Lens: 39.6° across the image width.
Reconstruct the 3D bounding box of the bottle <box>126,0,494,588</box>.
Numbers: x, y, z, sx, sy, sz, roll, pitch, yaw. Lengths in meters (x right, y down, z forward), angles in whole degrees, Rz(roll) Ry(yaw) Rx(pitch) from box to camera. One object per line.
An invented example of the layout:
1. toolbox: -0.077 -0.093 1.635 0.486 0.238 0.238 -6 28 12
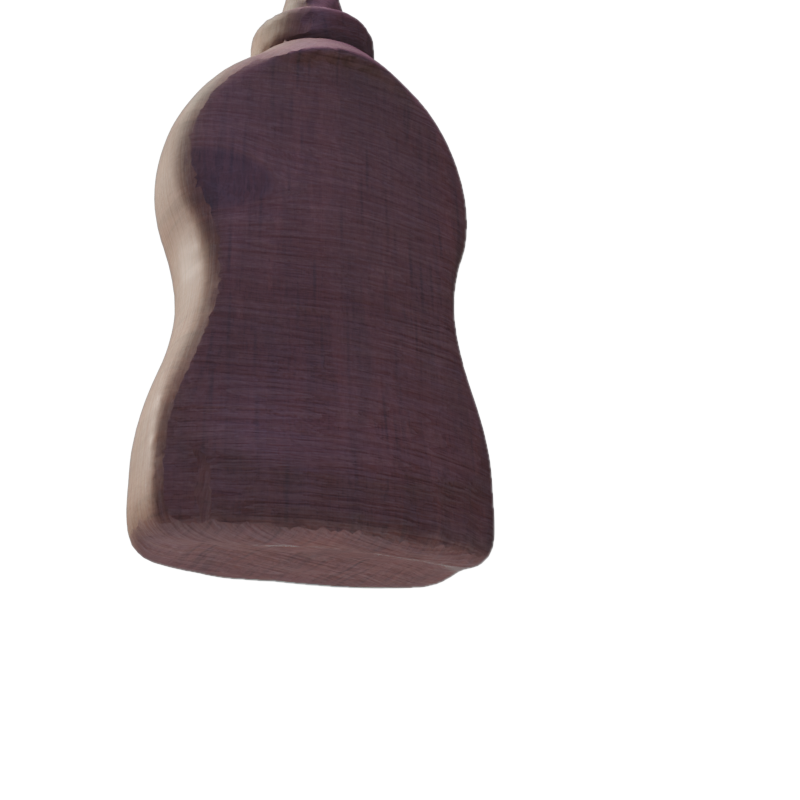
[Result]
1. bottle: -0.026 -0.047 0.332 0.093 0.203 0.057 8 -29 -19
